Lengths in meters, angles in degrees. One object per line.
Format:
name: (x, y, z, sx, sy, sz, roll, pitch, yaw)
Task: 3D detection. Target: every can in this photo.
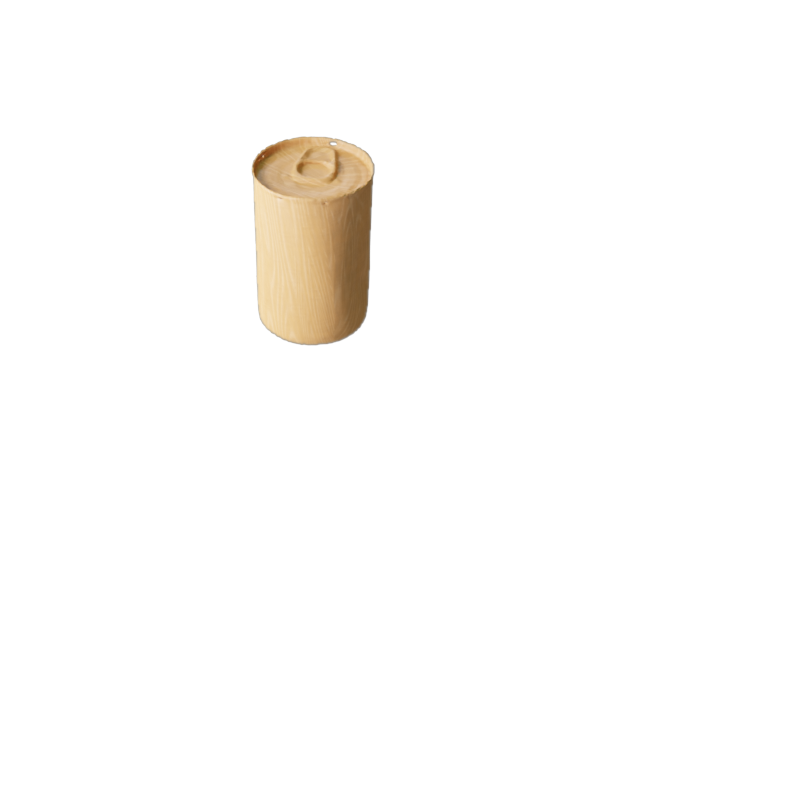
can: (-0.050, -0.091, 0.638, 0.068, 0.095, 0.073, 0, 39, -3)
